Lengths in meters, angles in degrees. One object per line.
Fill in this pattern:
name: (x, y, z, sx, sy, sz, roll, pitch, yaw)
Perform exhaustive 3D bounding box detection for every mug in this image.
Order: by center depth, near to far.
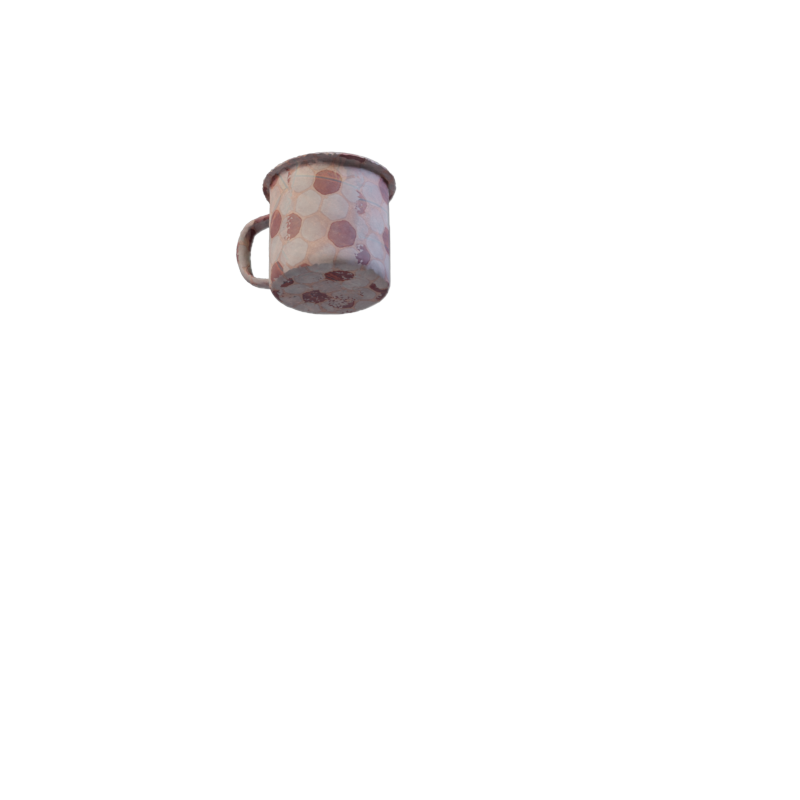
mug: (-0.059, -0.108, 0.755, 0.119, 0.086, 0.087, -9, -25, 19)
